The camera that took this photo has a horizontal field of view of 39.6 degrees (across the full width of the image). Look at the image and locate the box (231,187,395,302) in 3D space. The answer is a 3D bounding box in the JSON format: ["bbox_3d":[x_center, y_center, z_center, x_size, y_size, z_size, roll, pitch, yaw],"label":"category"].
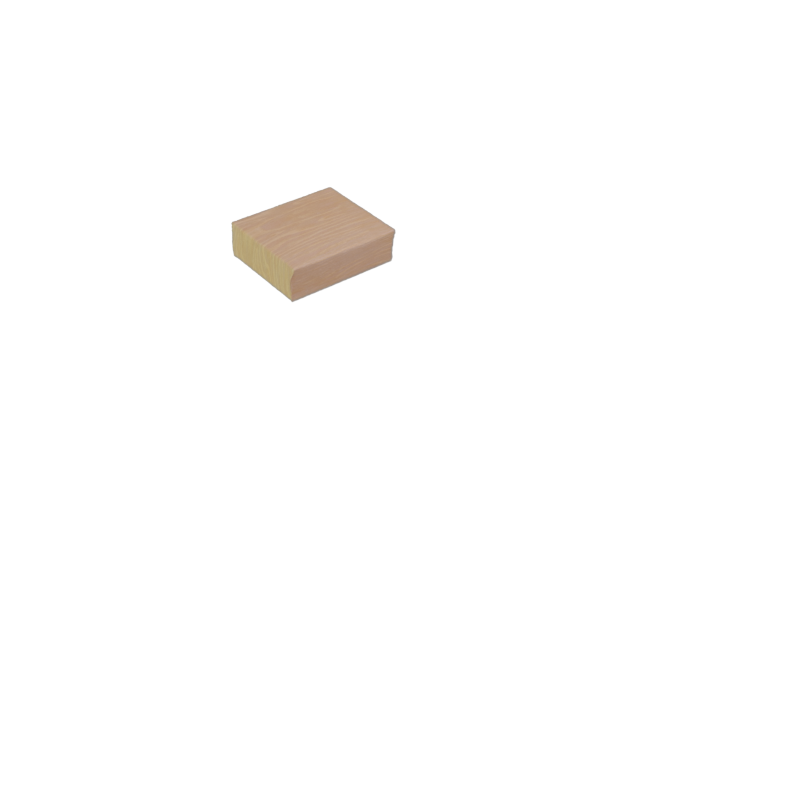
[{"bbox_3d":[-0.075,-0.136,0.954,0.113,0.036,0.096,-27,46,-31],"label":"box"}]
